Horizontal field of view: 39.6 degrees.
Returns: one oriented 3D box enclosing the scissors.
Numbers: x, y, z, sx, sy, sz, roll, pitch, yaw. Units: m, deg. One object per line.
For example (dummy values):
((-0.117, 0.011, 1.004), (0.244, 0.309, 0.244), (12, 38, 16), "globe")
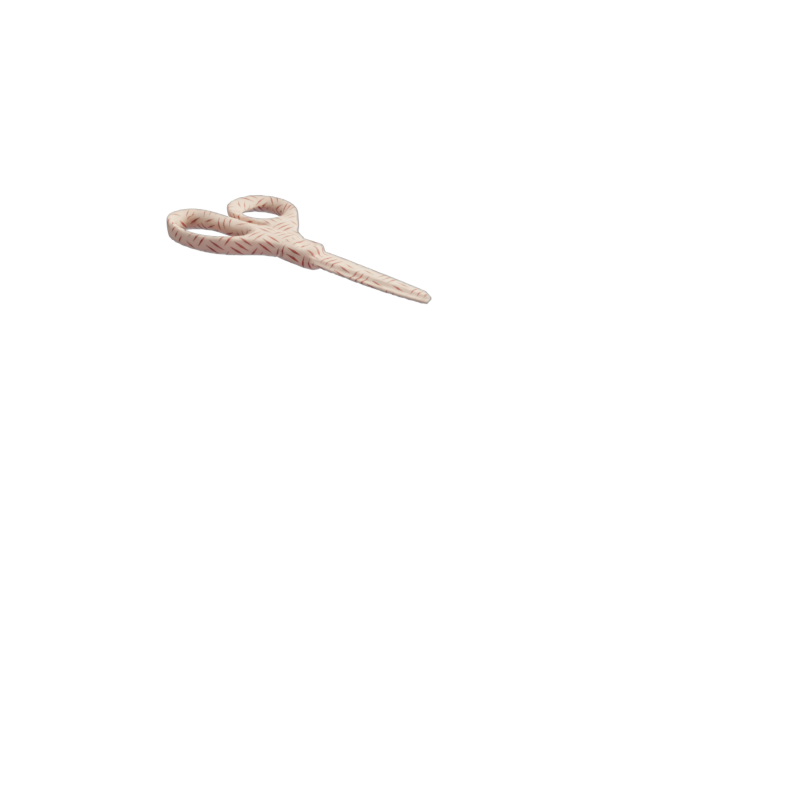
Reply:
((-0.055, -0.101, 0.707), (0.210, 0.015, 0.097), (15, 32, 25), "scissors")
